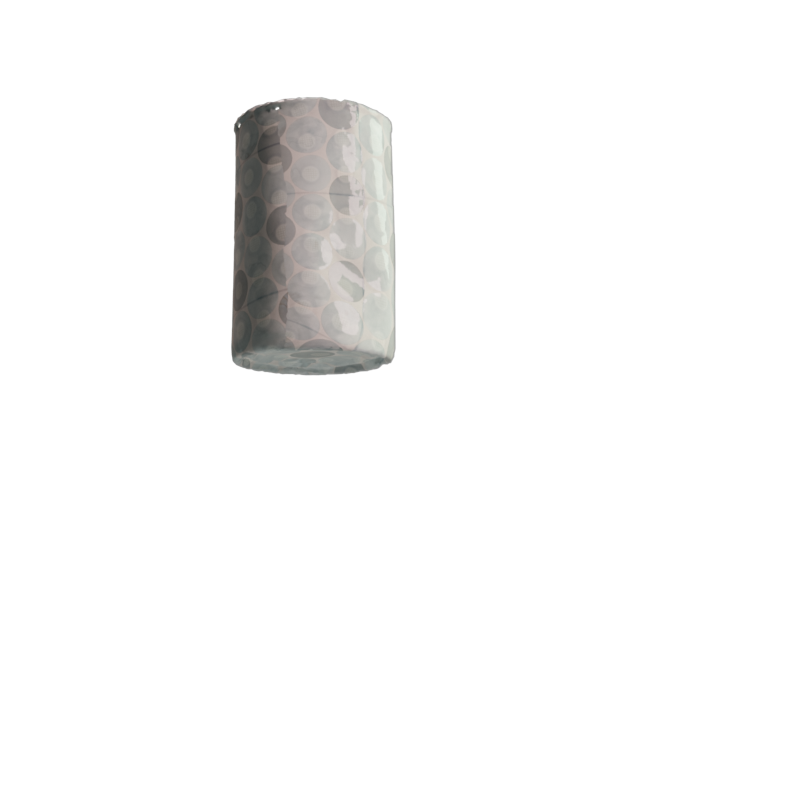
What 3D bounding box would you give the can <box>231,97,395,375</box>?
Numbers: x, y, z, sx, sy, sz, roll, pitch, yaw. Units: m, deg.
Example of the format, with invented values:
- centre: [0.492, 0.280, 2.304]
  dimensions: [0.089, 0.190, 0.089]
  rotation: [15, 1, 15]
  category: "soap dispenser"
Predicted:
- centre: [-0.036, -0.066, 0.461]
  dimensions: [0.068, 0.106, 0.066]
  rotation: [0, -13, -2]
  category: "can"
